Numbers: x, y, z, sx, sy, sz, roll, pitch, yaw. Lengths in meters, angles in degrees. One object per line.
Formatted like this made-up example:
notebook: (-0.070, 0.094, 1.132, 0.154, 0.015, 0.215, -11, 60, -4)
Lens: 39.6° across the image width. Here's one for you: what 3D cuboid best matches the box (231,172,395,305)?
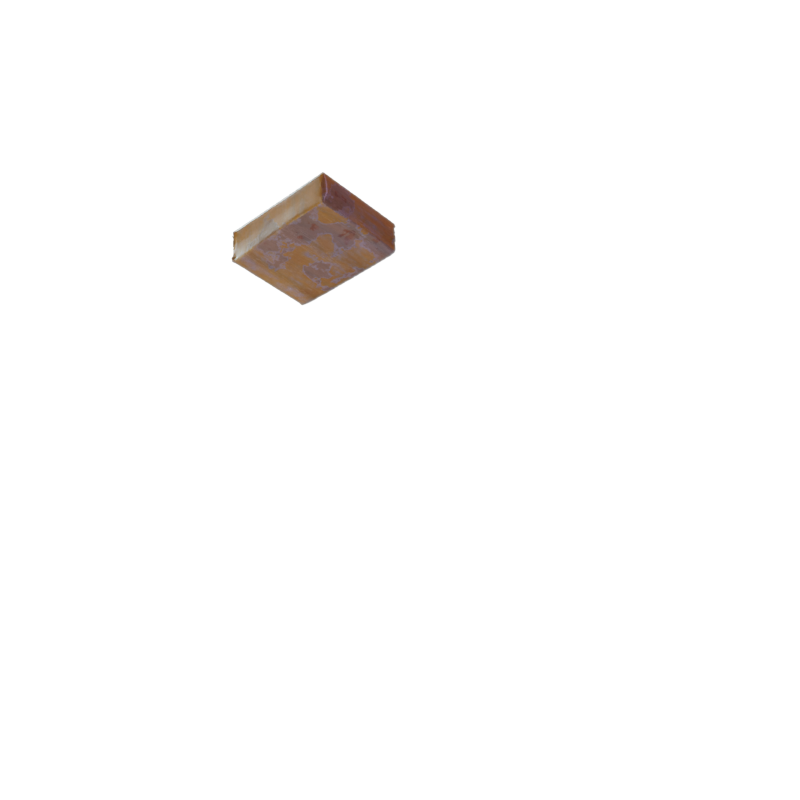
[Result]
box: (-0.074, -0.135, 0.945, 0.113, 0.042, 0.084, -29, -46, 32)
